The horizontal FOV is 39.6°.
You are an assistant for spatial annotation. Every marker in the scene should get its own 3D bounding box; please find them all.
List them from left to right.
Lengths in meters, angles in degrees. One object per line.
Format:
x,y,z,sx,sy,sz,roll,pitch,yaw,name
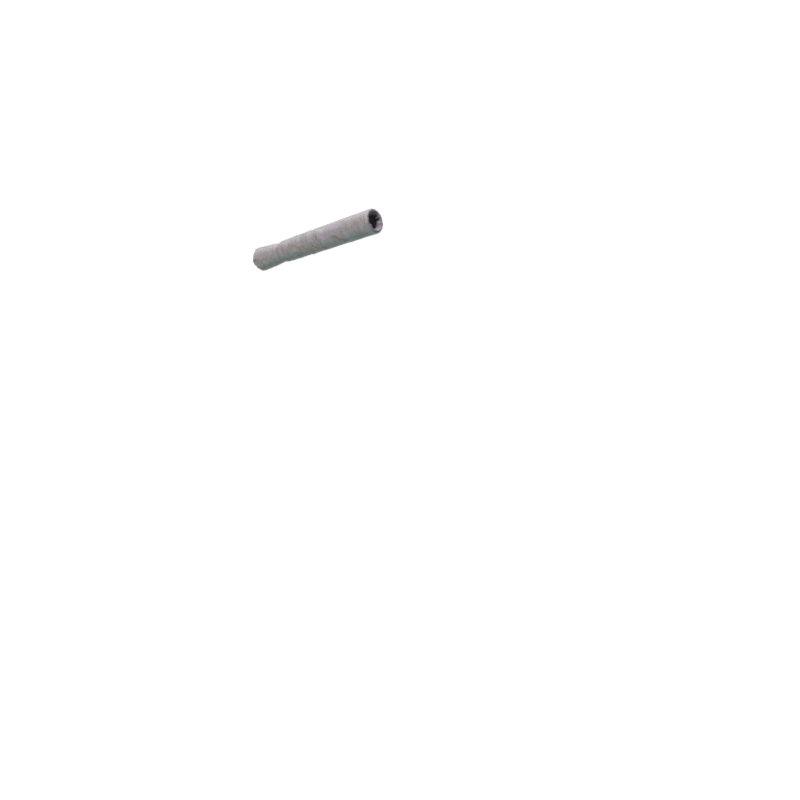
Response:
-0.065,-0.119,0.832,0.123,0.020,0.019,-12,-4,38,marker
